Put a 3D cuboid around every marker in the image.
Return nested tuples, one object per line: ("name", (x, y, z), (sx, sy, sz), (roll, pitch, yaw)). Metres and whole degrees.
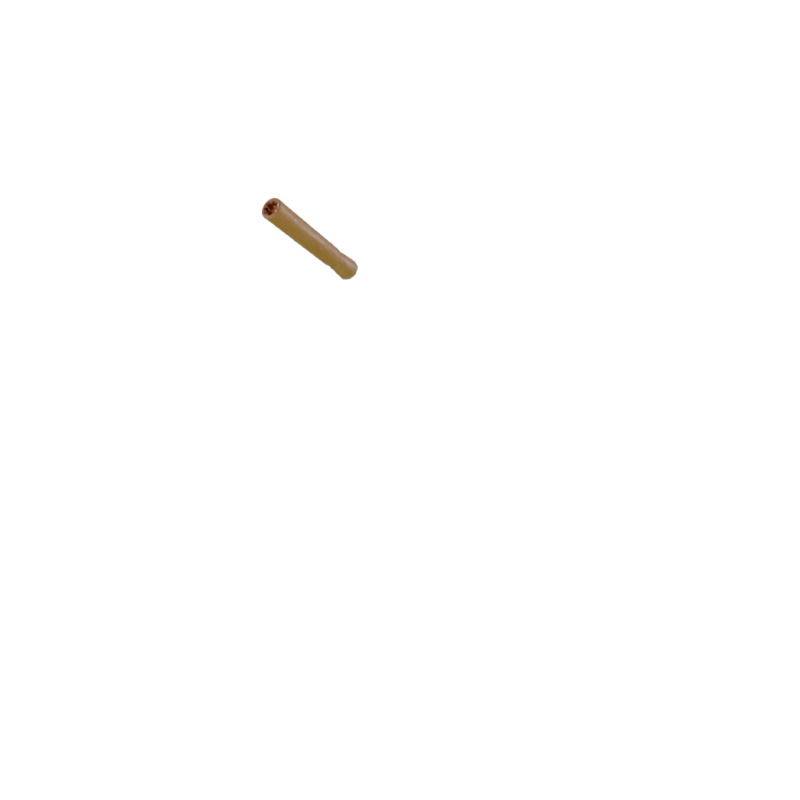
("marker", (-0.072, -0.132, 0.924), (0.021, 0.020, 0.112), (3, -21, 37))
